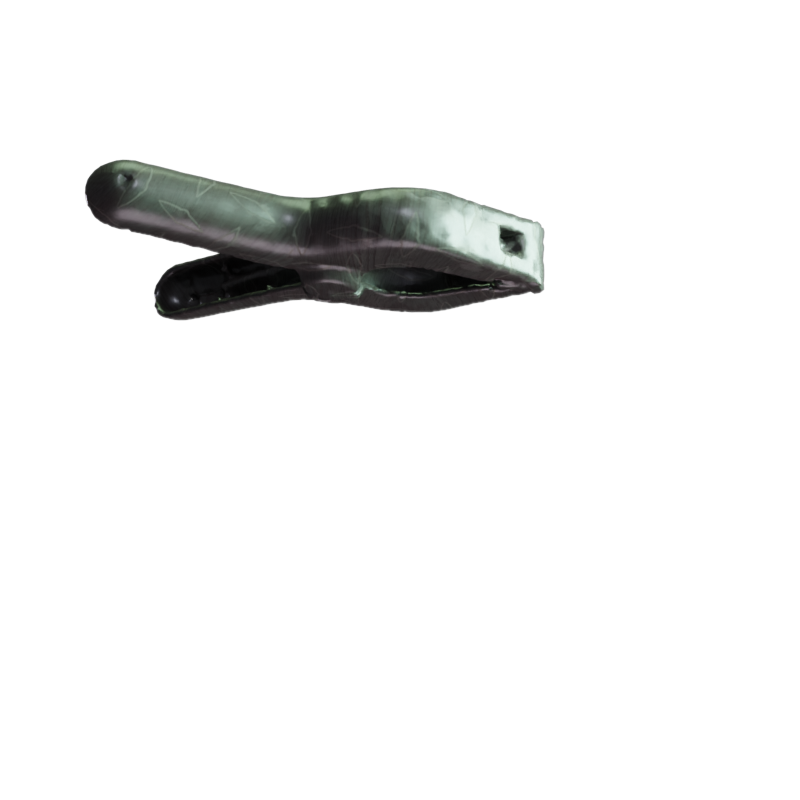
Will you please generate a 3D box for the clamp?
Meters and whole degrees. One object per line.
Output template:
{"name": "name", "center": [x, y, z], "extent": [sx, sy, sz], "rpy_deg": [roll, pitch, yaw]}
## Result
{"name": "clamp", "center": [-0.033, -0.061, 0.424], "extent": [0.174, 0.041, 0.114], "rpy_deg": [-2, -11, 13]}
